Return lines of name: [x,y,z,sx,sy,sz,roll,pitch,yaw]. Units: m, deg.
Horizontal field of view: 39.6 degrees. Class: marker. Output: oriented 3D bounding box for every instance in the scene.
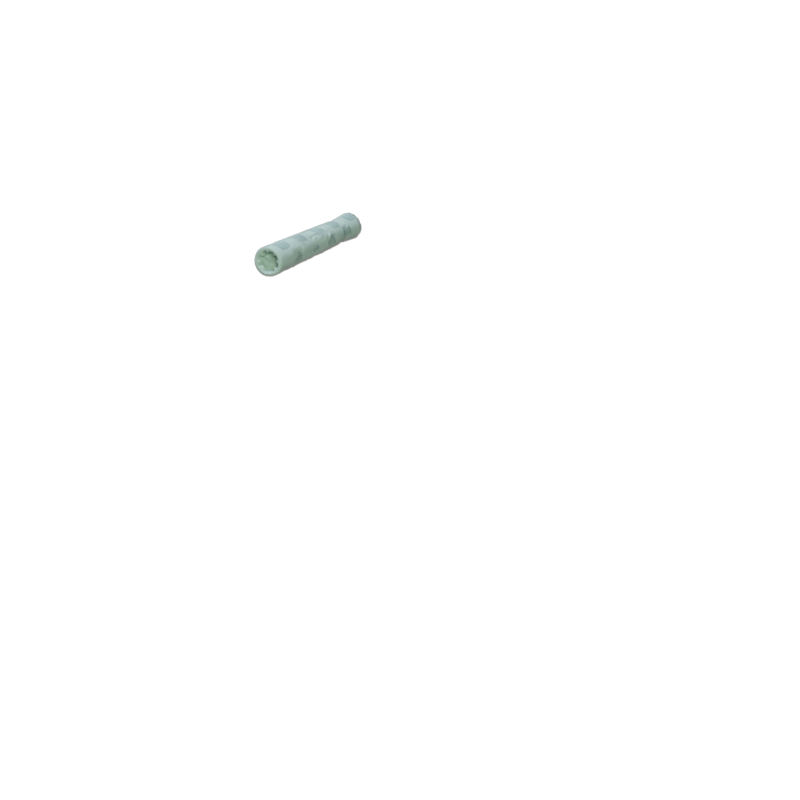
marker: [-0.056,-0.101,0.710,0.020,0.019,0.121,1,19,24]
